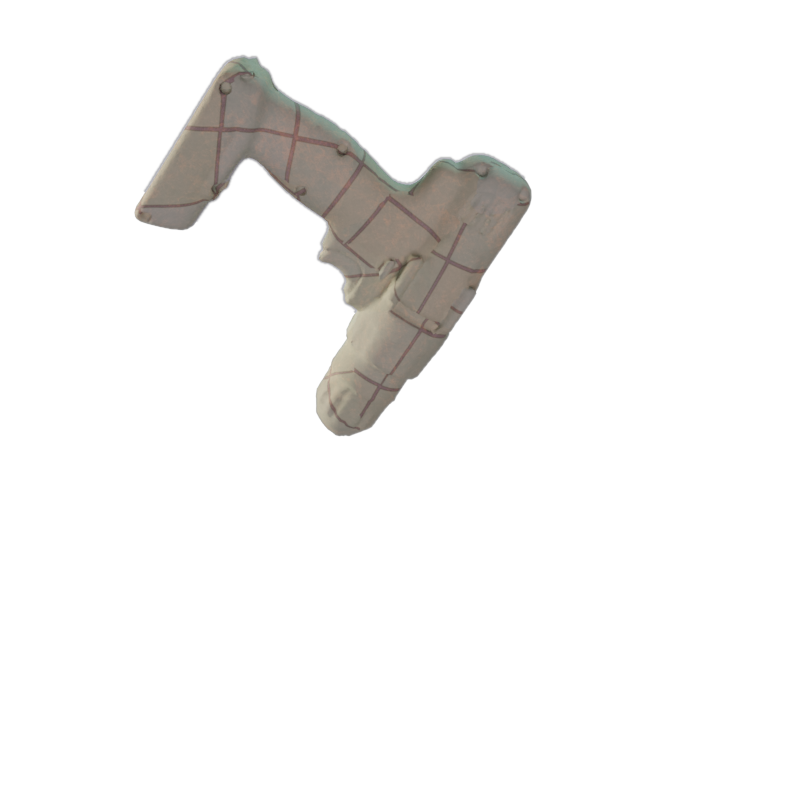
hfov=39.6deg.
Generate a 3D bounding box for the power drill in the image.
[{"bbox_3d":[-0.048,-0.088,0.616,0.183,0.181,0.060,31,15,-10],"label":"power drill"}]
